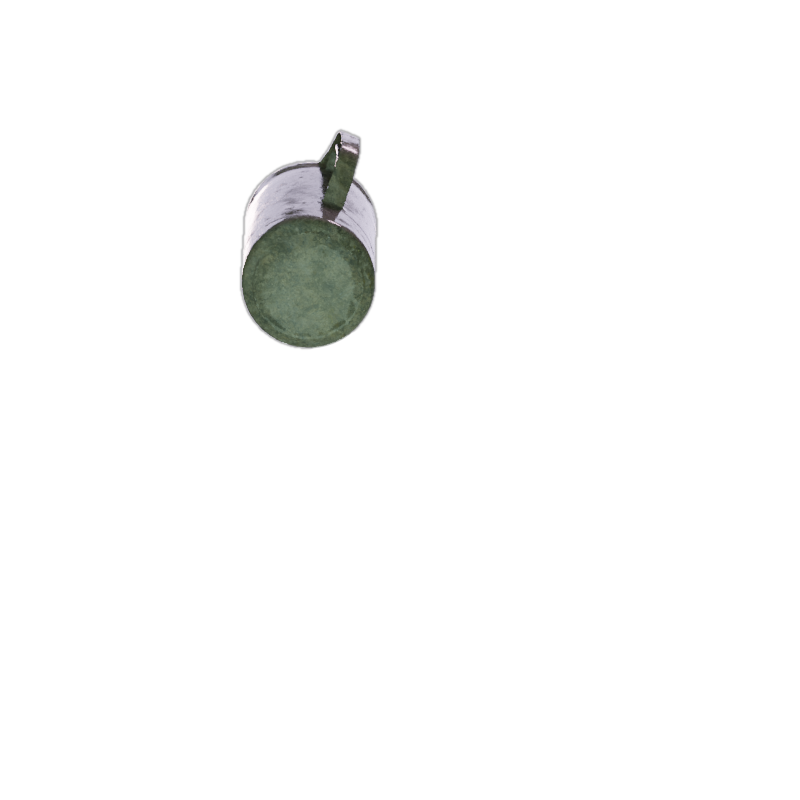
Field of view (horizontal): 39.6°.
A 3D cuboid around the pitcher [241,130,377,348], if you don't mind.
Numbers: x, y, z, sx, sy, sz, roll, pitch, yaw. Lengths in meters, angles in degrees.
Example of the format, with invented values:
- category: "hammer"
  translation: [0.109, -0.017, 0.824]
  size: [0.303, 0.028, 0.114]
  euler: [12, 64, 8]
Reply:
- category: "pitcher"
  translation: [-0.077, -0.141, 0.990]
  size: [0.145, 0.144, 0.252]
  euler: [-22, 18, 4]
